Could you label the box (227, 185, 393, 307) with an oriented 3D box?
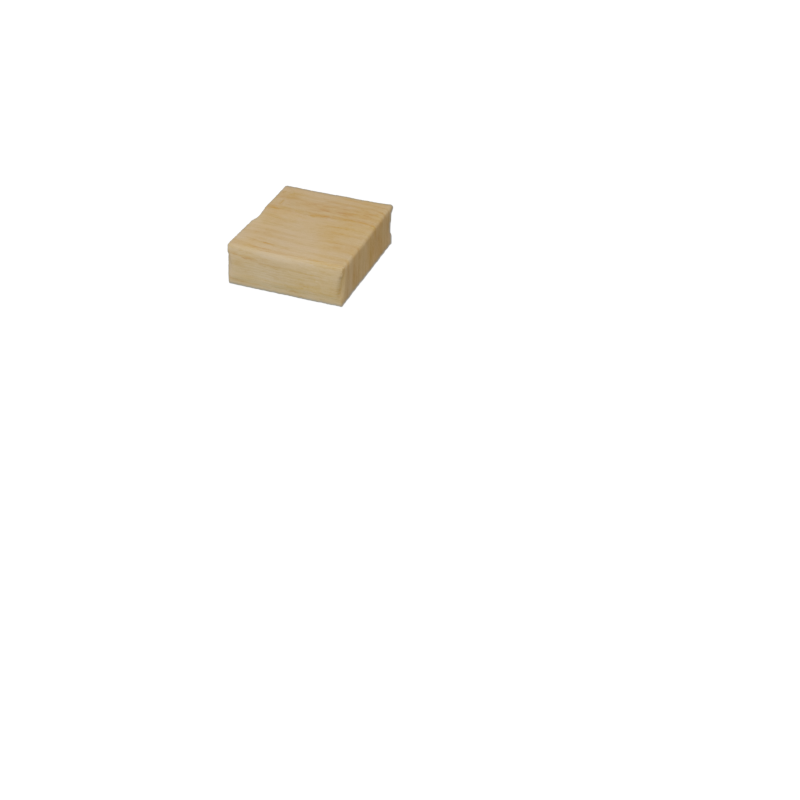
[{"bbox_3d":[-0.052,-0.095,0.668,0.075,0.028,0.092,12,36,17],"label":"box"}]
